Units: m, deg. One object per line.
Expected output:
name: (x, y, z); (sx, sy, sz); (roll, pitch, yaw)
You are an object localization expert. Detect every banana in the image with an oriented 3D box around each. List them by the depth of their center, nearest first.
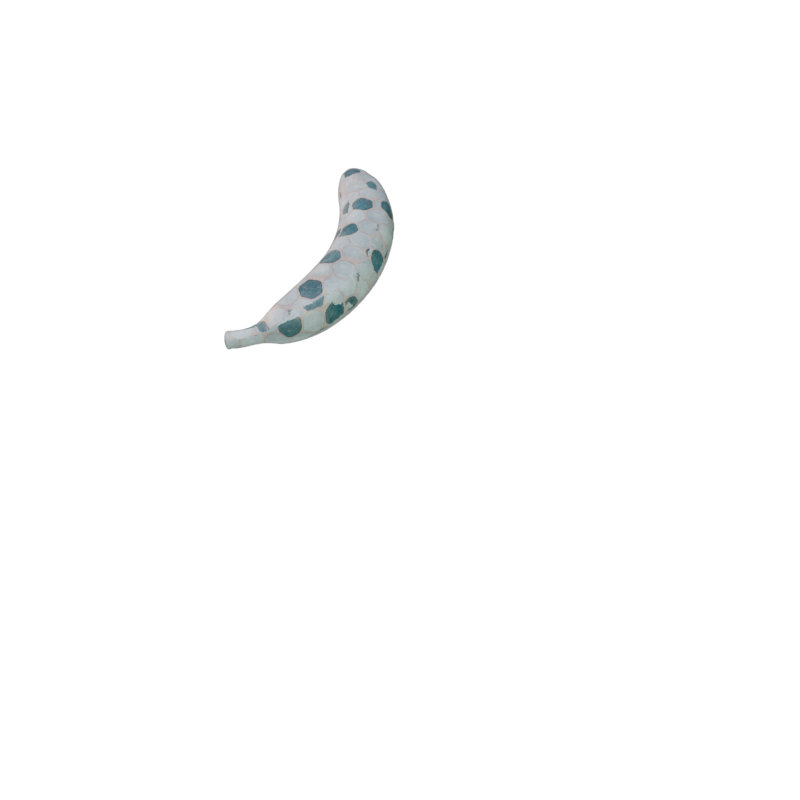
banana: (-0.041, -0.096, 0.720); (0.072, 0.034, 0.205); (14, 43, 15)
